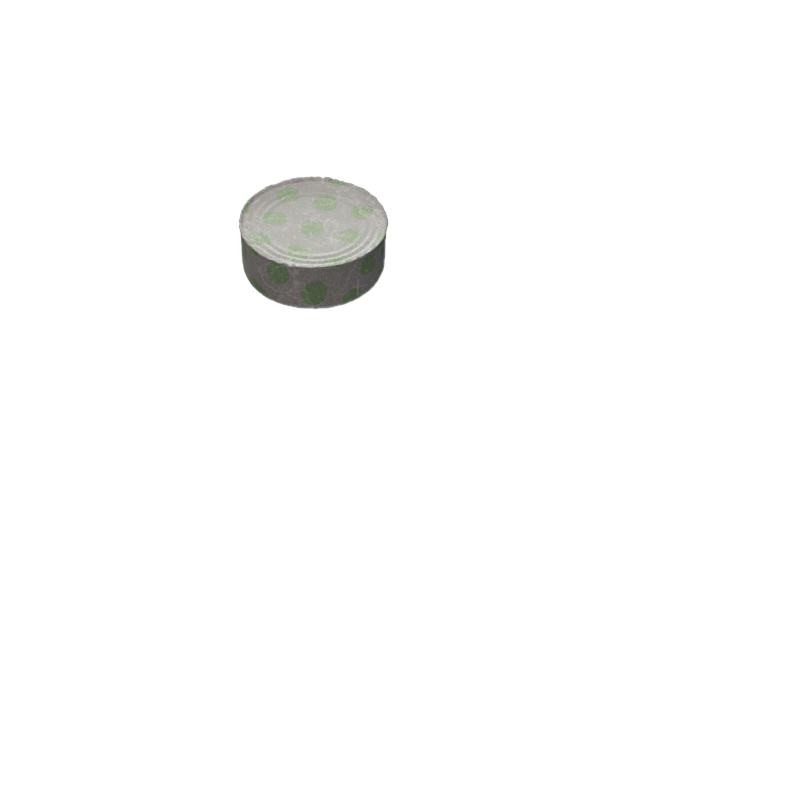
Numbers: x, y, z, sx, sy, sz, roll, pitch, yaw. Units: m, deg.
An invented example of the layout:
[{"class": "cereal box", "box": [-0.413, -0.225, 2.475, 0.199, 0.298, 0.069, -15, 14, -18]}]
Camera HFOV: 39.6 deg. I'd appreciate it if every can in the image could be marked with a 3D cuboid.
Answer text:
[{"class": "can", "box": [-0.051, -0.092, 0.646, 0.086, 0.031, 0.092, -1, 43, -2]}]
